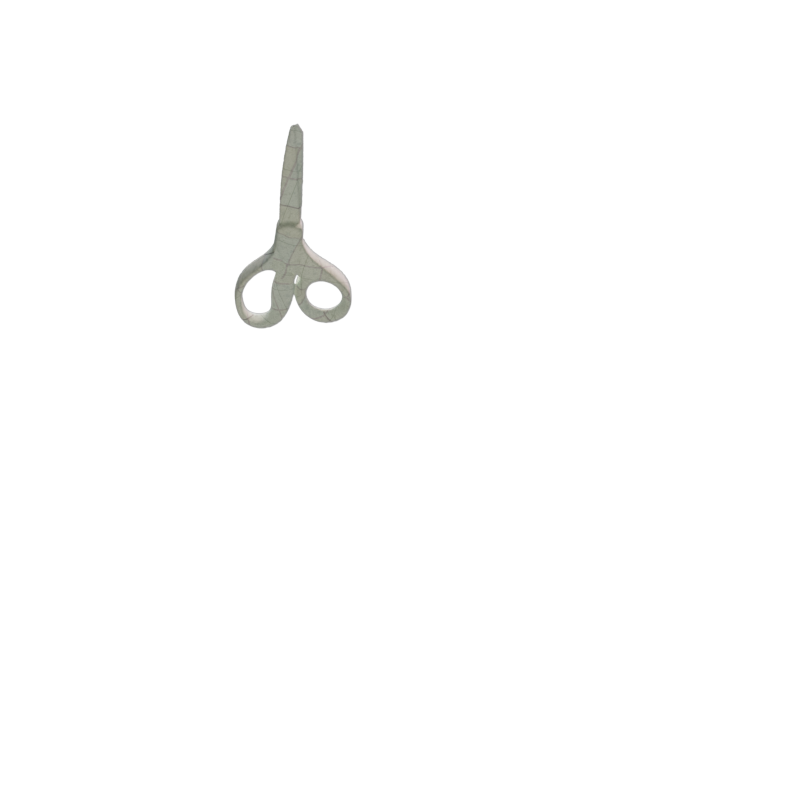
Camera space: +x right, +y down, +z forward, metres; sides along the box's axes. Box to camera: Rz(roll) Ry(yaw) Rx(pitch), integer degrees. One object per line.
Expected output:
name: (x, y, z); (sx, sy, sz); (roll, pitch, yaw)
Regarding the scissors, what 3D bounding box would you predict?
scissors: (-0.061, -0.112, 0.784); (0.093, 0.017, 0.193); (14, -39, -17)
